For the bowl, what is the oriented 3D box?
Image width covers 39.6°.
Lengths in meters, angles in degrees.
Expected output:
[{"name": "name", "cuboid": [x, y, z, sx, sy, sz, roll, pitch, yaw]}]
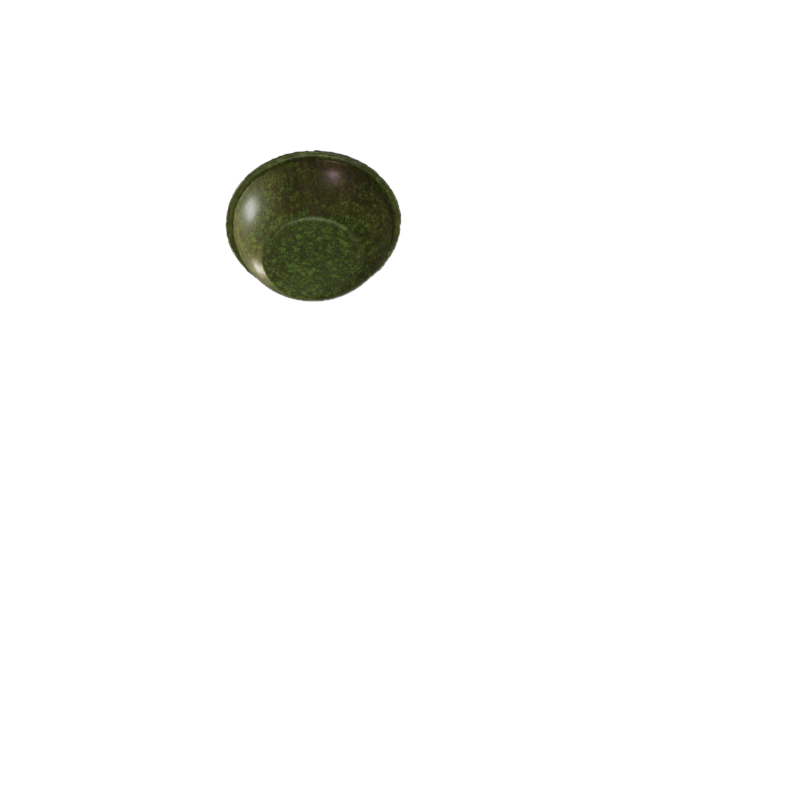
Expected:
[{"name": "bowl", "cuboid": [-0.078, -0.143, 0.999, 0.162, 0.151, 0.059, 1, 39, -1]}]
